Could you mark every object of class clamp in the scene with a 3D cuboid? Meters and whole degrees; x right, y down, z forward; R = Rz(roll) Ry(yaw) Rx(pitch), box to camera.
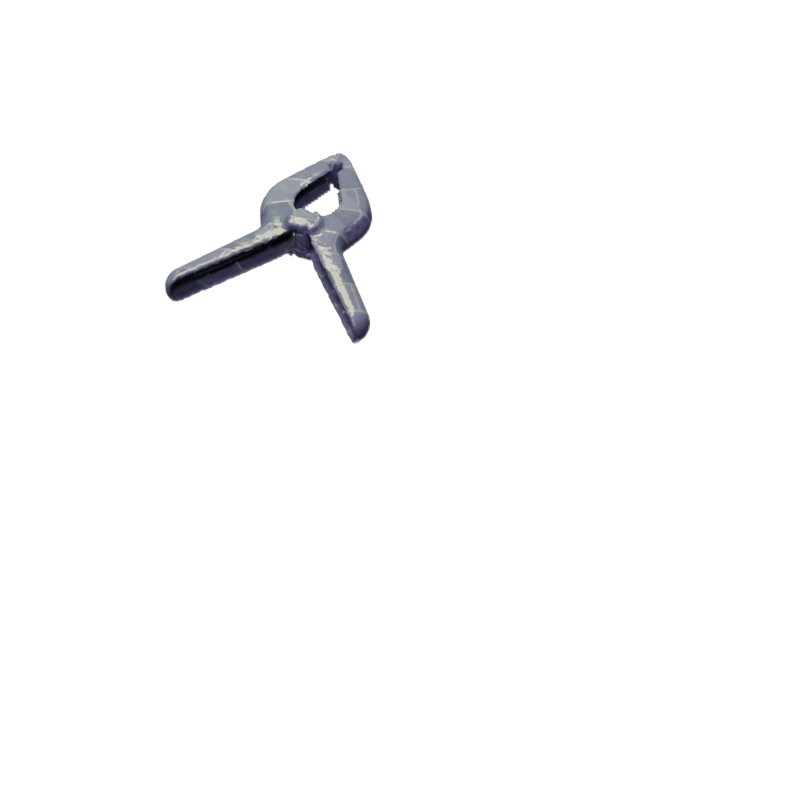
[{"bbox_3d":[-0.071,-0.129,0.906,0.170,0.034,0.218,17,47,17],"label":"clamp"}]
